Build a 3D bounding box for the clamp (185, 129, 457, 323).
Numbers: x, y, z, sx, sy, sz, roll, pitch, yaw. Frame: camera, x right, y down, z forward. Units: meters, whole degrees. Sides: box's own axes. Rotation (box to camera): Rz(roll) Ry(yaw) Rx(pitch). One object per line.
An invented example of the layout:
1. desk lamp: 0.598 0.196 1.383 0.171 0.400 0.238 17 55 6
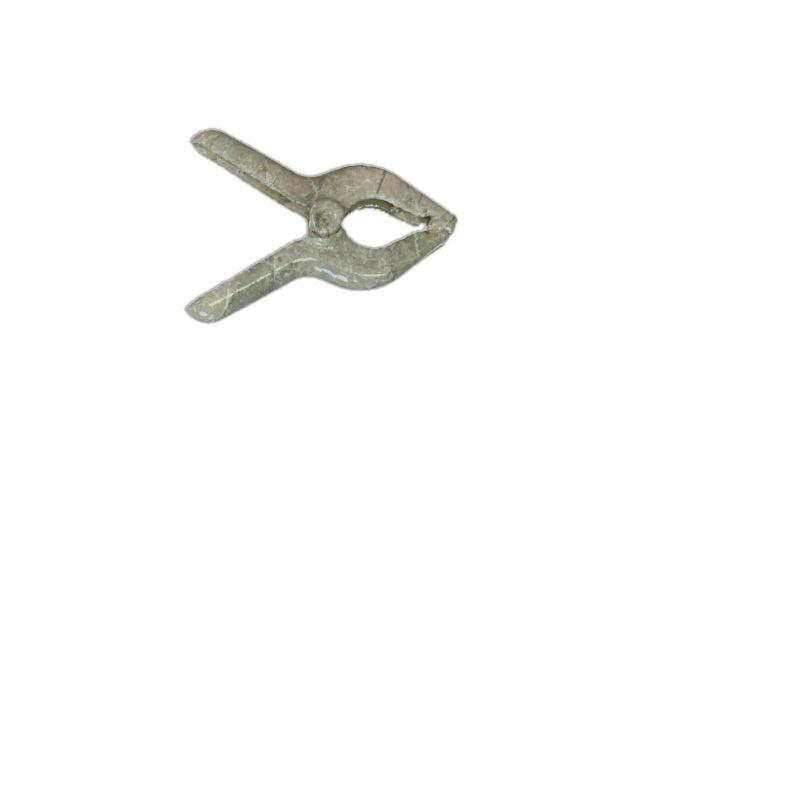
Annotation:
1. clamp: -0.054 -0.098 0.686 0.172 0.122 0.039 9 -6 1
